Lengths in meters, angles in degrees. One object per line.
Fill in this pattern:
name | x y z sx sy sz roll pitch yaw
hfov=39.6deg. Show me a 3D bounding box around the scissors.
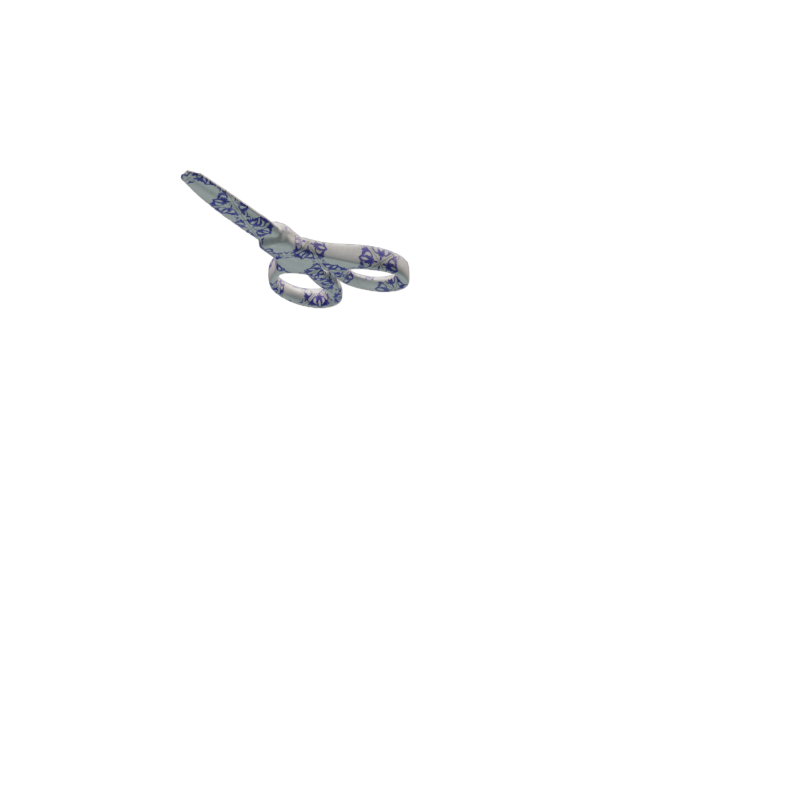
scissors | -0.049 -0.089 0.625 0.097 0.016 0.191 -2 -14 7
